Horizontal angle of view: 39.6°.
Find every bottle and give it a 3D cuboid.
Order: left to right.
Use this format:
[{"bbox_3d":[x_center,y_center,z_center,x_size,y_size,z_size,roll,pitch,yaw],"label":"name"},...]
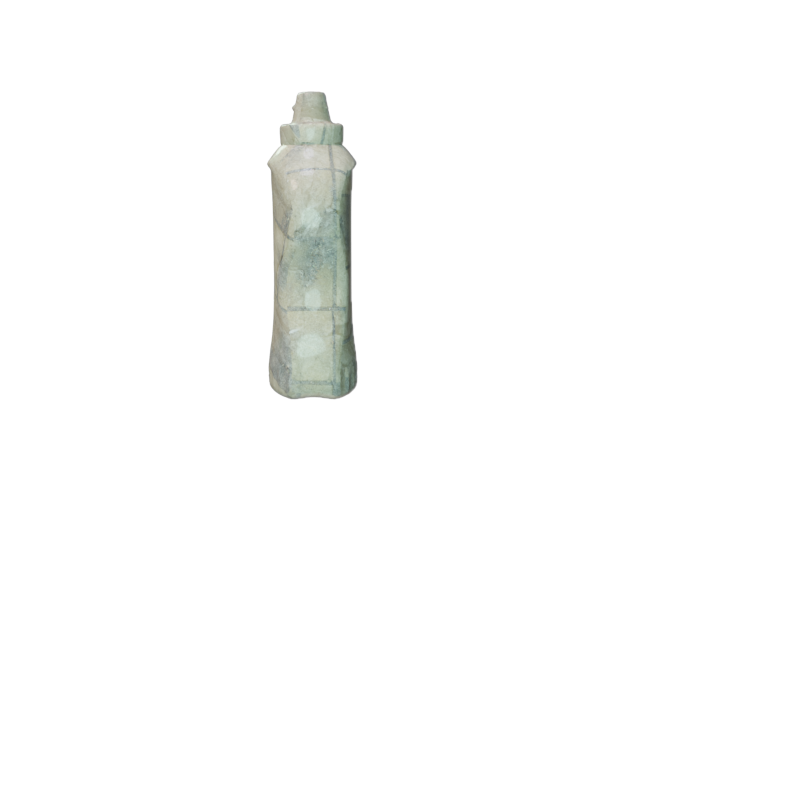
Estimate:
[{"bbox_3d":[-0.057,-0.102,0.716,0.058,0.190,0.097,0,5,-2],"label":"bottle"}]
